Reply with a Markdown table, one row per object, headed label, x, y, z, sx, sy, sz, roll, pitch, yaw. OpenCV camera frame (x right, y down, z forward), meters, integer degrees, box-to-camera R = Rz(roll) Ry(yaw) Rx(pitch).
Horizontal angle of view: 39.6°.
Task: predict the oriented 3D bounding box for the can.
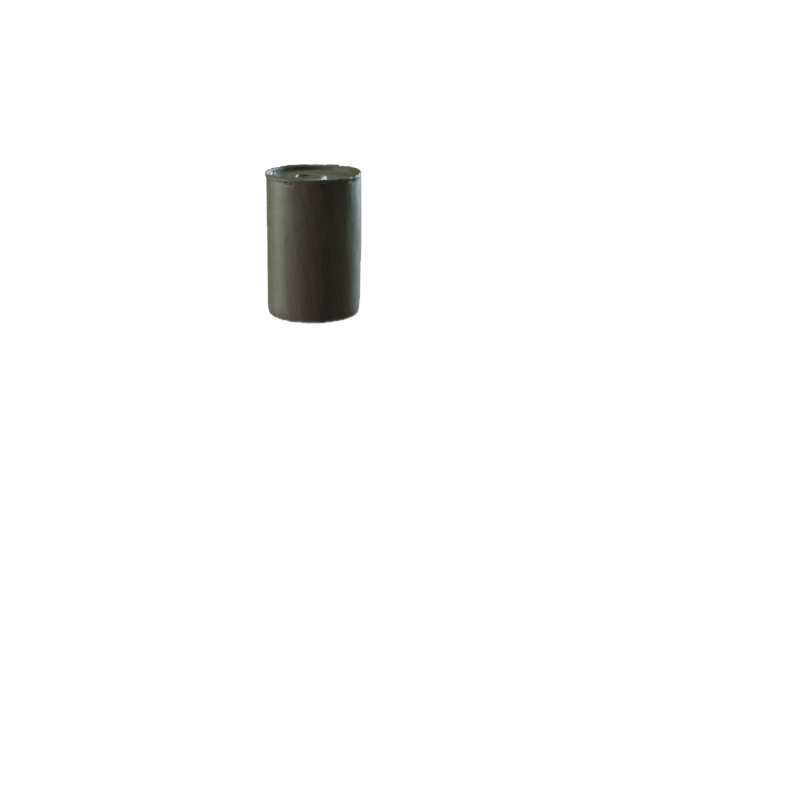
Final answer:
| label | x | y | z | sx | sy | sz | roll | pitch | yaw |
| --- | --- | --- | --- | --- | --- | --- | --- | --- | --- |
| can | -0.062 | -0.112 | 0.788 | 0.068 | 0.099 | 0.071 | 0 | 16 | -2 |
